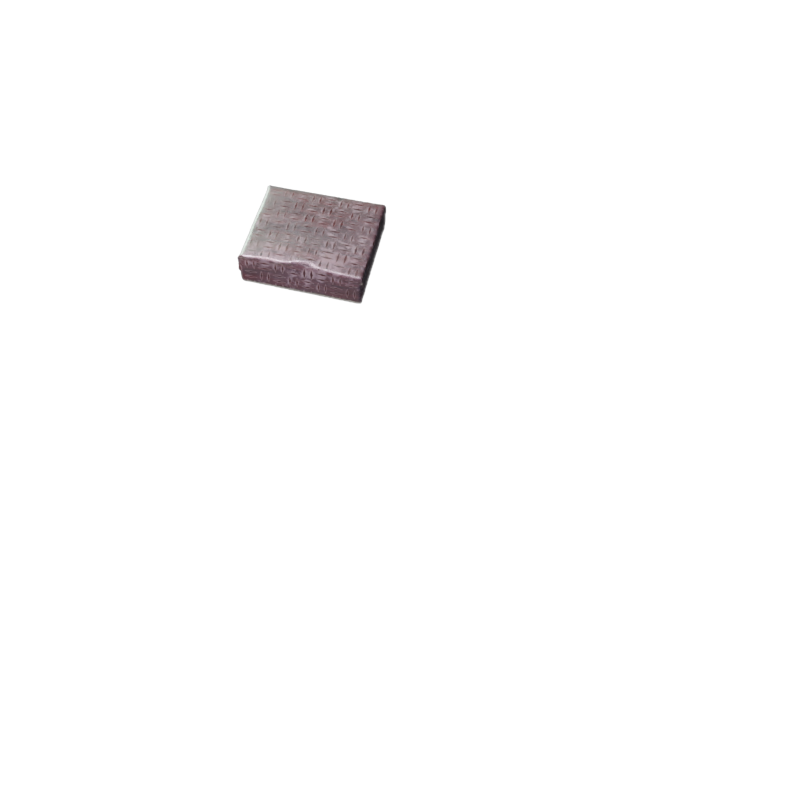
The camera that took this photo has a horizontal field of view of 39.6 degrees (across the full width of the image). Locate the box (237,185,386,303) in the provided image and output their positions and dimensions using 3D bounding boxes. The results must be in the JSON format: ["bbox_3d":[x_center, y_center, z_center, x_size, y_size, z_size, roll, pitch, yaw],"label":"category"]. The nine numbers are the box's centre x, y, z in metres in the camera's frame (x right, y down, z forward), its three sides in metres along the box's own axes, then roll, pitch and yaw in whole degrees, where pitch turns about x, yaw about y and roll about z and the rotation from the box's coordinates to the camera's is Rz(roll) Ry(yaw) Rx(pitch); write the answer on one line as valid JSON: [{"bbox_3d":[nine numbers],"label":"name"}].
[{"bbox_3d":[-0.061,-0.111,0.778,0.091,0.077,0.028,11,-39,9],"label":"box"}]
